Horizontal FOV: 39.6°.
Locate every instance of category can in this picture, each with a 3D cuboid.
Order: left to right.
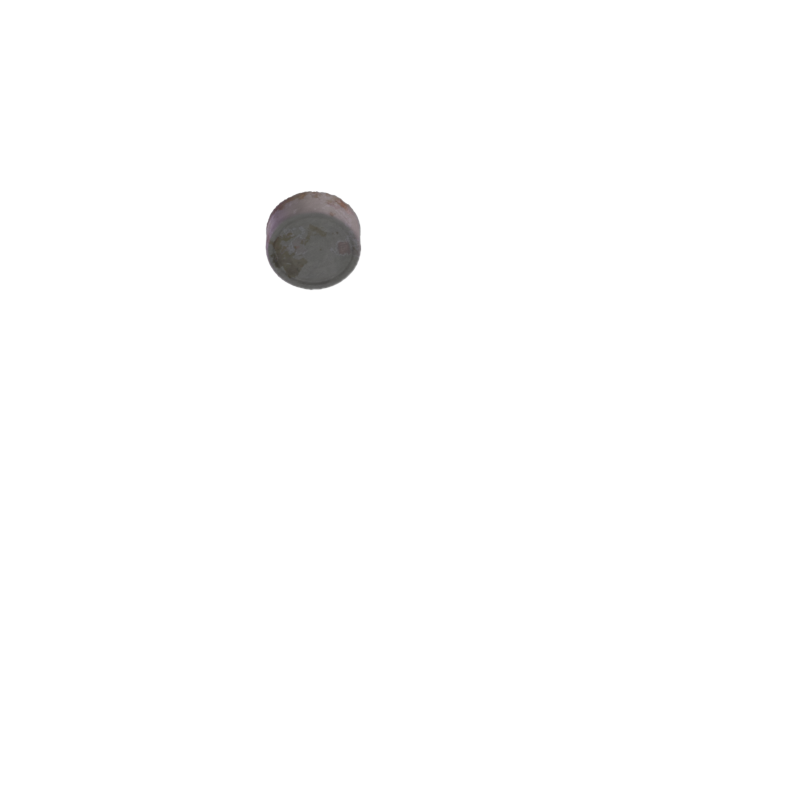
[{"bbox_3d":[-0.077,-0.141,0.989,0.086,0.080,0.036,1,36,-1],"label":"can"}]
